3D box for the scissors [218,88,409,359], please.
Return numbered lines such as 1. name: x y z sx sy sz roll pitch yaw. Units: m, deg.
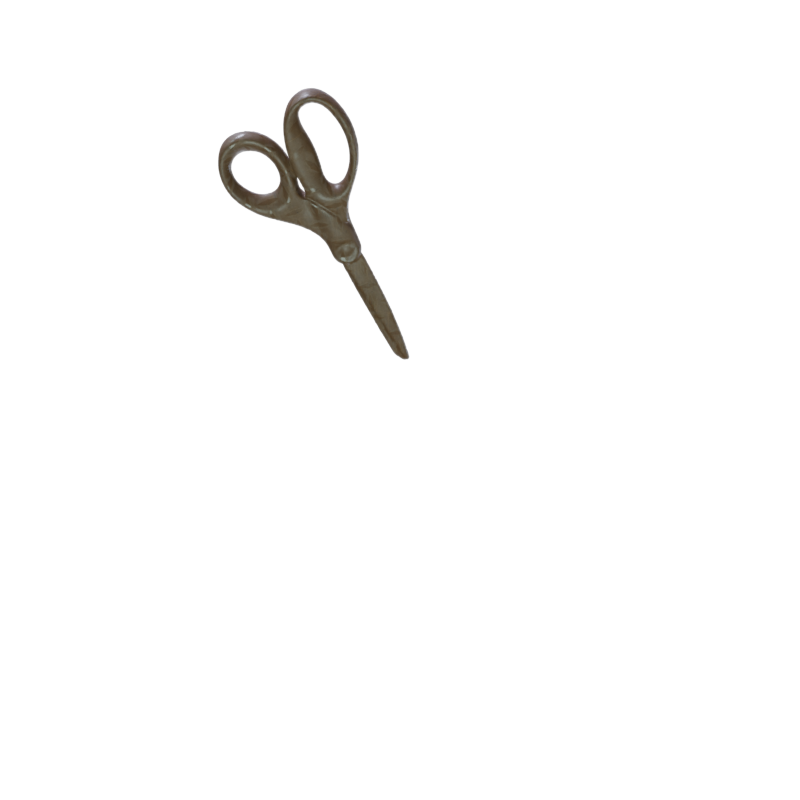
1. scissors: -0.055 -0.101 0.709 0.096 0.189 0.017 -8 30 4
